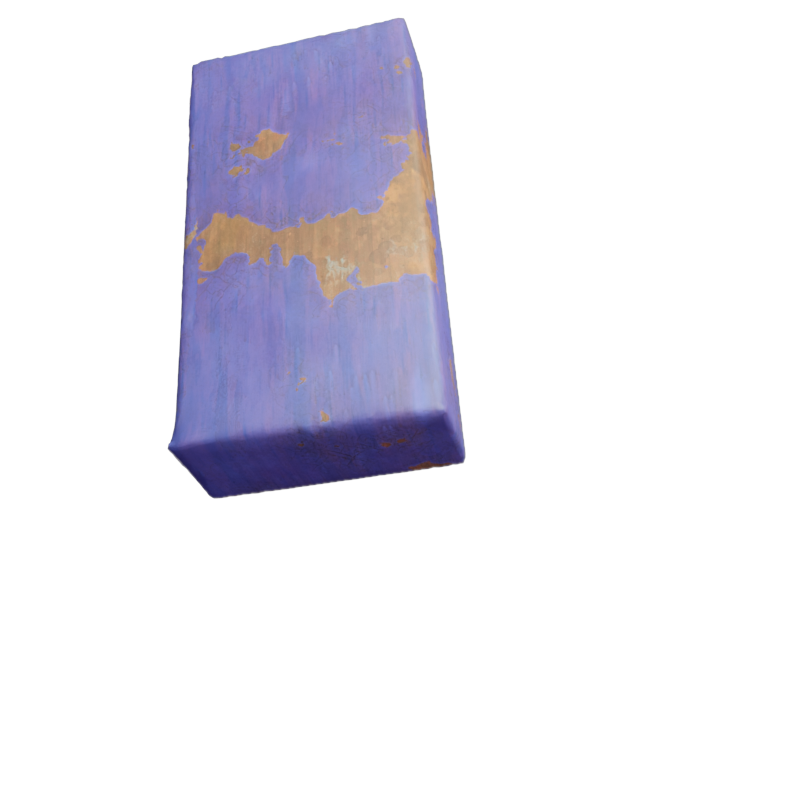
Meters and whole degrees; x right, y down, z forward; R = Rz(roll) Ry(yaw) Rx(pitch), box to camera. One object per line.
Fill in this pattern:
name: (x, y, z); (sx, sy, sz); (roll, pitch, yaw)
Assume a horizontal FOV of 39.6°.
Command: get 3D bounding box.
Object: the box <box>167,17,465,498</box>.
box: (-0.032, -0.059, 0.411); (0.094, 0.189, 0.044); (-10, -36, 11)
